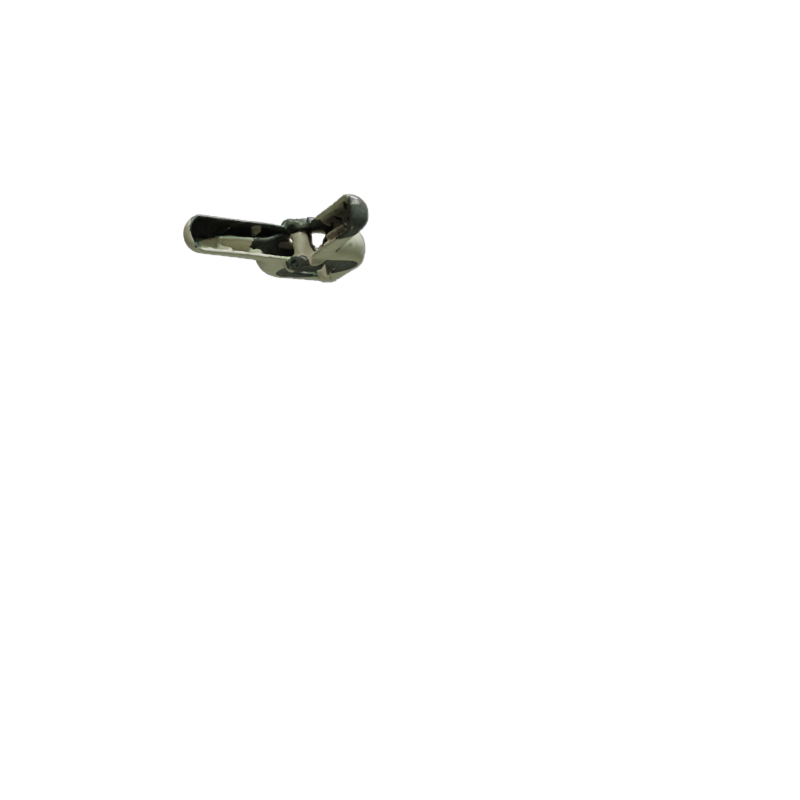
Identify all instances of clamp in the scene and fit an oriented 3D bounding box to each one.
[{"bbox_3d":[-0.060,-0.109,0.765,0.123,0.040,0.165,0,-1,20],"label":"clamp"}]
